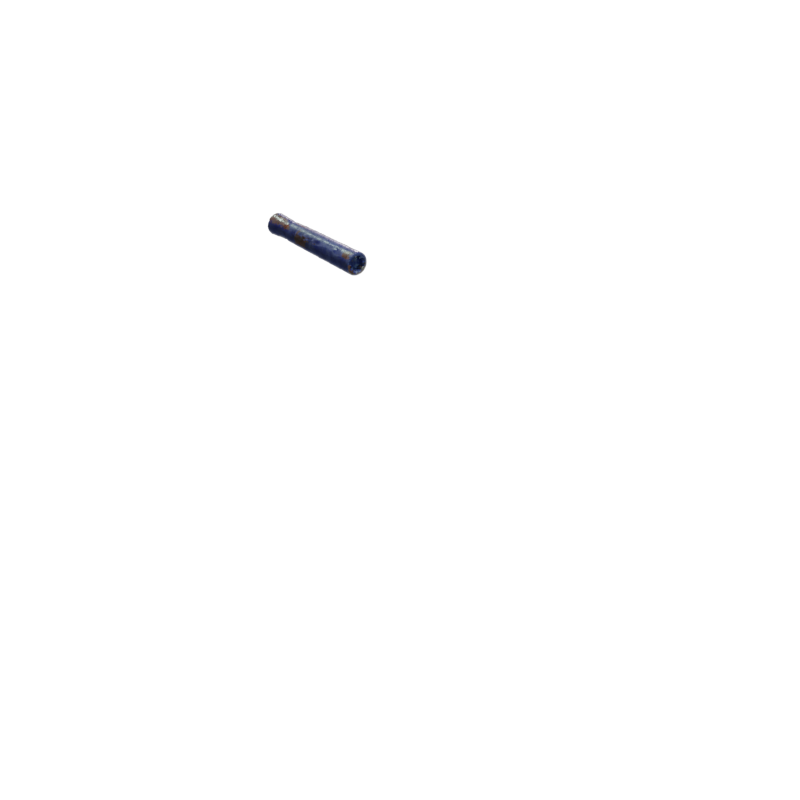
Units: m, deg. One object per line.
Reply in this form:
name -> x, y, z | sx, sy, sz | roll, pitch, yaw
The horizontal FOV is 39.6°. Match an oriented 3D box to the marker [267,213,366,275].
marker -> -0.070, -0.127, 0.888 | 0.019, 0.019, 0.129 | -3, 23, -37
